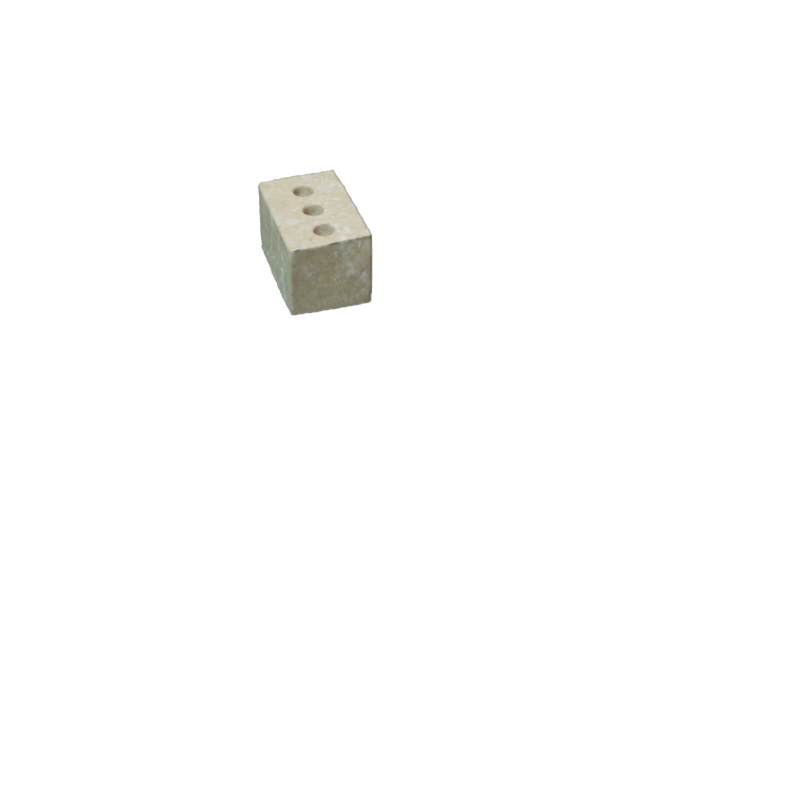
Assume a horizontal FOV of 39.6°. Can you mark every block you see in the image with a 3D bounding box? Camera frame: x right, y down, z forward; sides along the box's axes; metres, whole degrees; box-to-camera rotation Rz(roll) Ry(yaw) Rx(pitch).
[{"bbox_3d":[-0.054,-0.099,0.691,0.052,0.048,0.084,-12,42,-15],"label":"block"}]
